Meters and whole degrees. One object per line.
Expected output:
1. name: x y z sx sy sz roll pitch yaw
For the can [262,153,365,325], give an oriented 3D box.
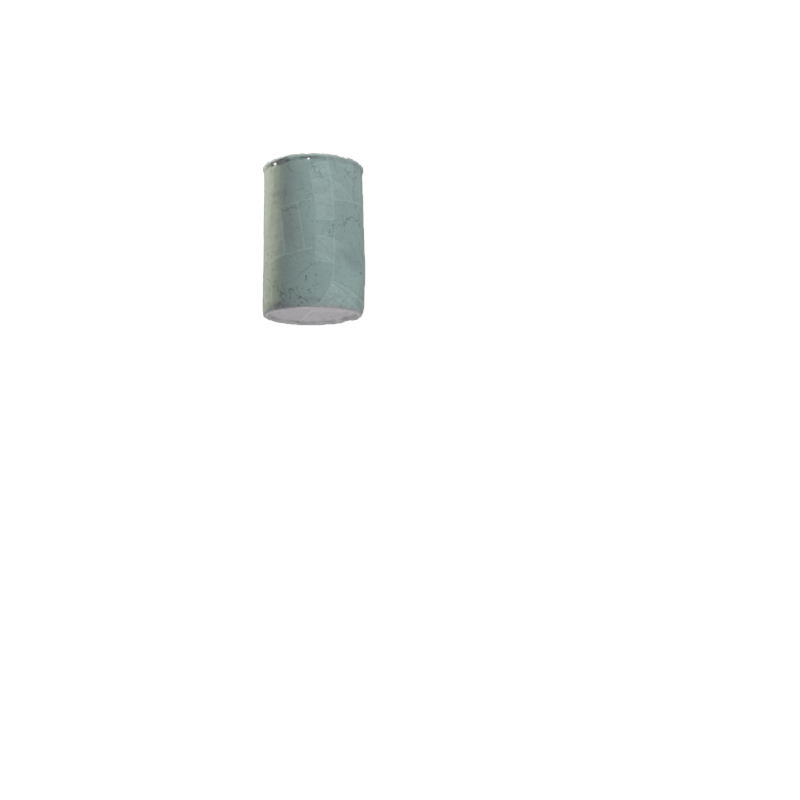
1. can: -0.058 -0.105 0.739 0.068 0.105 0.067 0 -11 -2
